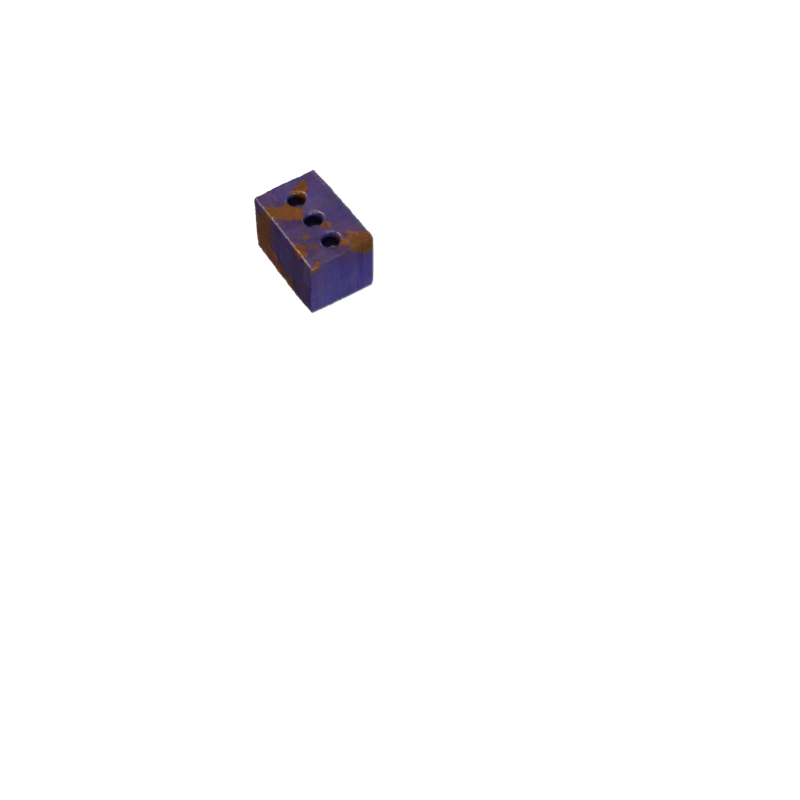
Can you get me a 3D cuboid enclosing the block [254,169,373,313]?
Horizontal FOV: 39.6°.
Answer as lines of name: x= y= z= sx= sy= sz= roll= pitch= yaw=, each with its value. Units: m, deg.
block: x=-0.061 y=-0.112 z=0.781 sx=0.053 sy=0.084 sz=0.048 roll=-28 pitch=-31 yaw=-20
